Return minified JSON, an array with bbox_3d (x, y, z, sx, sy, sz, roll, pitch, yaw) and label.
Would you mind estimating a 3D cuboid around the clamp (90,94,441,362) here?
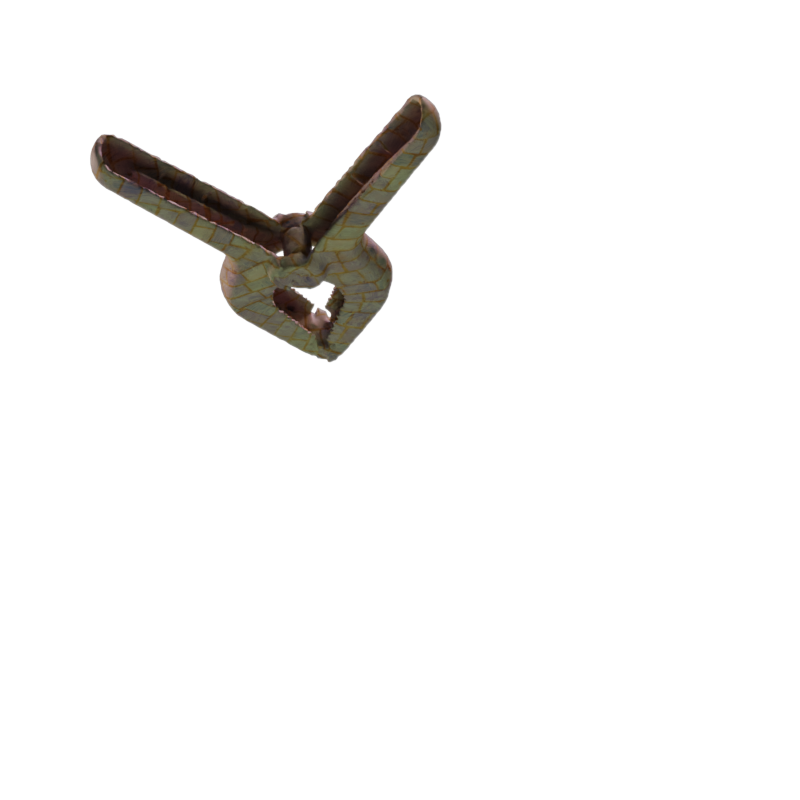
[{"bbox_3d":[-0.045,-0.083,0.581,0.166,0.039,0.194,-7,-30,12],"label":"clamp"}]
